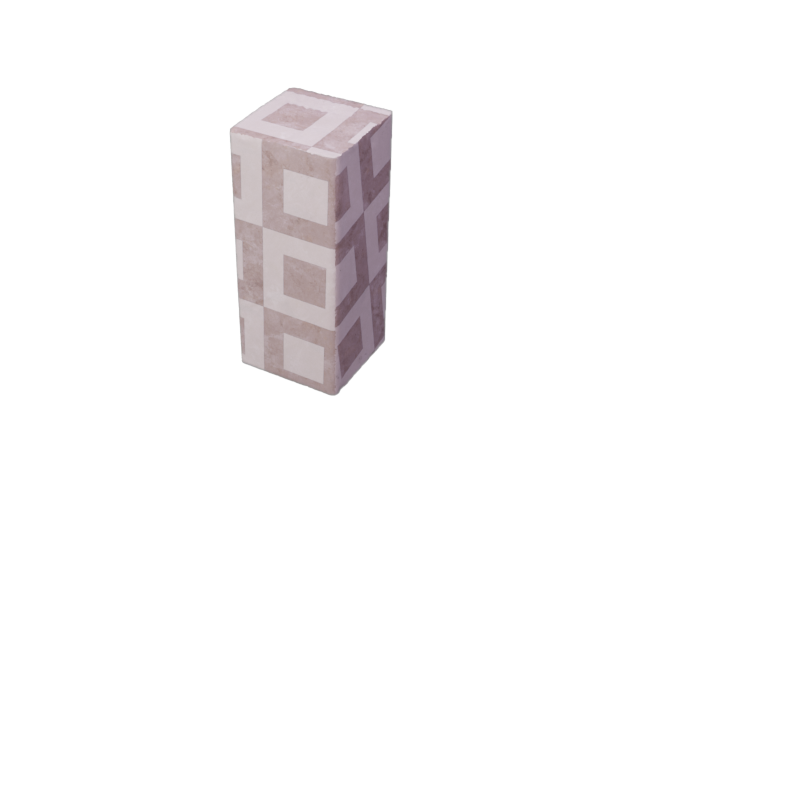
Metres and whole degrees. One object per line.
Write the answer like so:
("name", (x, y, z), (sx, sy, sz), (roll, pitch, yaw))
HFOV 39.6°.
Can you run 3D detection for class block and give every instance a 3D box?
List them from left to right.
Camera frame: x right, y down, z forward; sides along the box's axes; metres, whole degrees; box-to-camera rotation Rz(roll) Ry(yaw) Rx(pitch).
("block", (-0.067, -0.120, 0.845), (0.095, 0.193, 0.092), (19, 38, 22))
